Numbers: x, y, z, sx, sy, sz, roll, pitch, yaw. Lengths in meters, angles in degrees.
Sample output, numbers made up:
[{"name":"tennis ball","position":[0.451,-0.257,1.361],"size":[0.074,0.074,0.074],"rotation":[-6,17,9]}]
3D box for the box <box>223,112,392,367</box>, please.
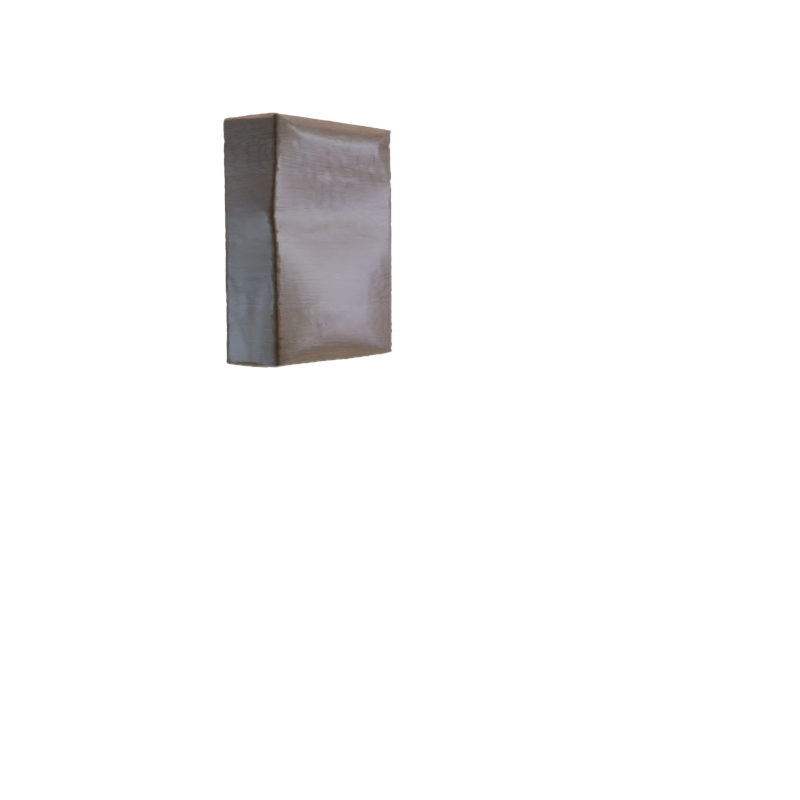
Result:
[{"name":"box","position":[-0.078,-0.142,0.993],"size":[0.075,0.214,0.158],"rotation":[0,1,38]}]
